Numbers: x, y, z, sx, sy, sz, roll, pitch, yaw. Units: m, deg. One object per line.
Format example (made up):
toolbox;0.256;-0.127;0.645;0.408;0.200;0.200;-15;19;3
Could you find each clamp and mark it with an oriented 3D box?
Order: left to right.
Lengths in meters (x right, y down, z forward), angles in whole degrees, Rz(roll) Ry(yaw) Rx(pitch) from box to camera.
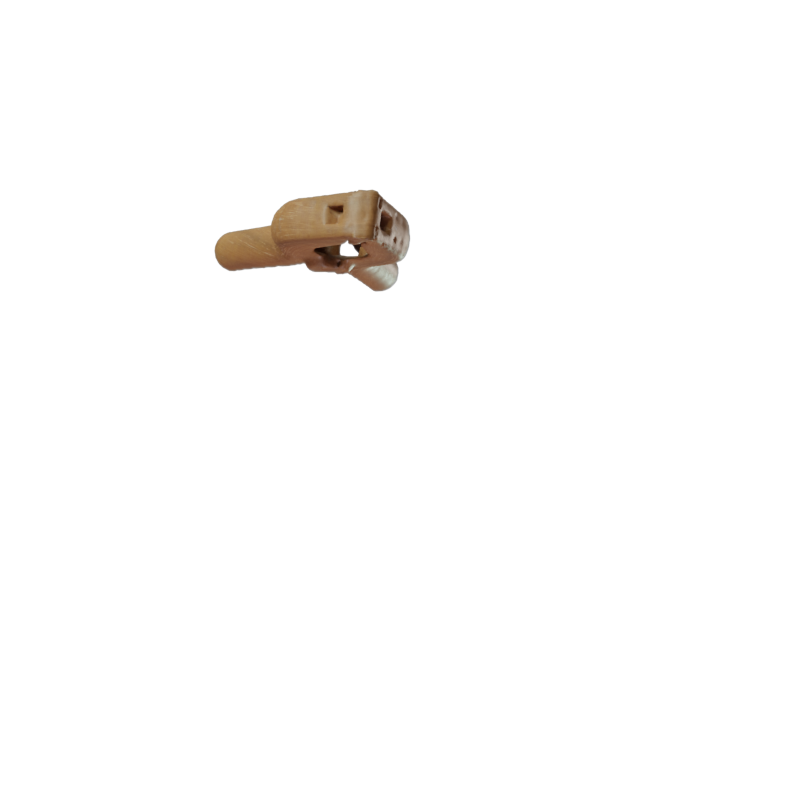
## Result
clamp;-0.051;-0.094;0.657;0.119;0.040;0.168;1;-7;-6
